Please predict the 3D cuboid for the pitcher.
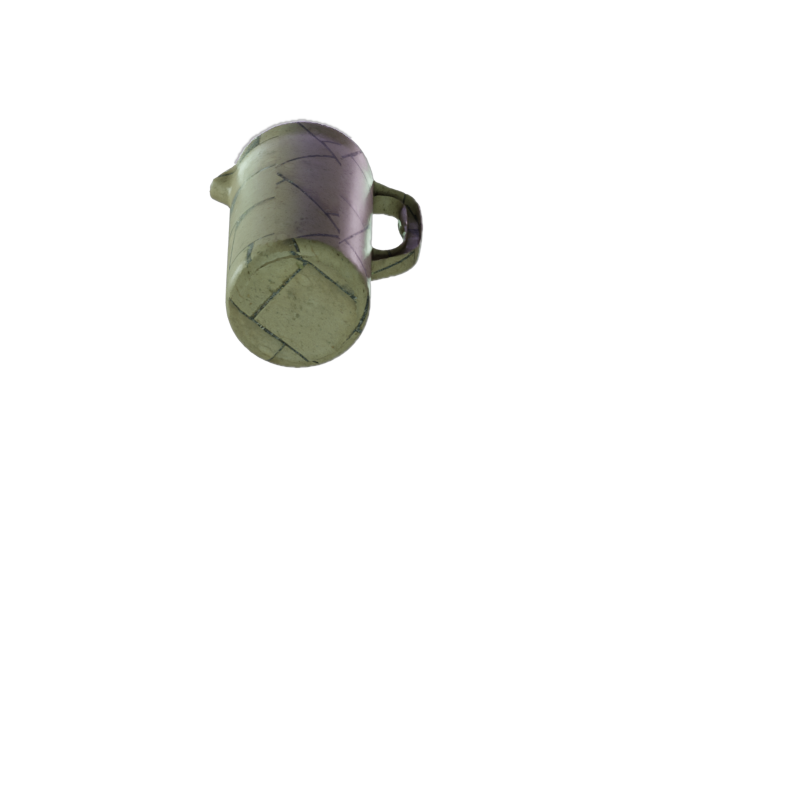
[{"bbox_3d":[-0.072,-0.131,0.919,0.148,0.137,0.258,-34,27,16],"label":"pitcher"}]
